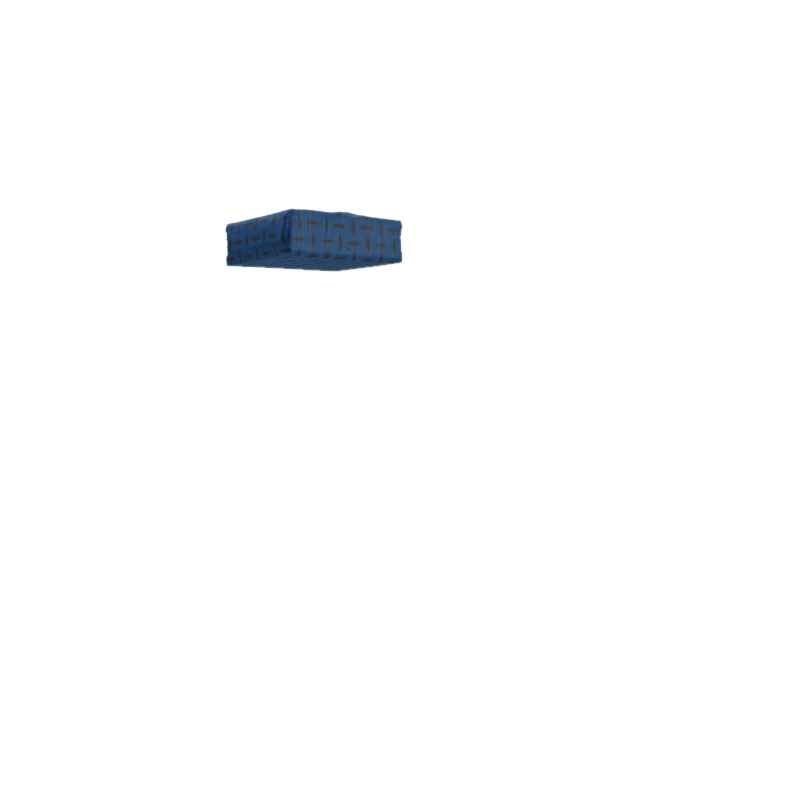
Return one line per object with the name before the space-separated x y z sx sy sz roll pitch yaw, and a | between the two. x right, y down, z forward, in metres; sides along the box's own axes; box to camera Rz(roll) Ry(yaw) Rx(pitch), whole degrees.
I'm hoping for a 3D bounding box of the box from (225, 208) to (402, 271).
box | -0.055 -0.100 0.701 0.086 0.030 0.075 0 -1 -36
